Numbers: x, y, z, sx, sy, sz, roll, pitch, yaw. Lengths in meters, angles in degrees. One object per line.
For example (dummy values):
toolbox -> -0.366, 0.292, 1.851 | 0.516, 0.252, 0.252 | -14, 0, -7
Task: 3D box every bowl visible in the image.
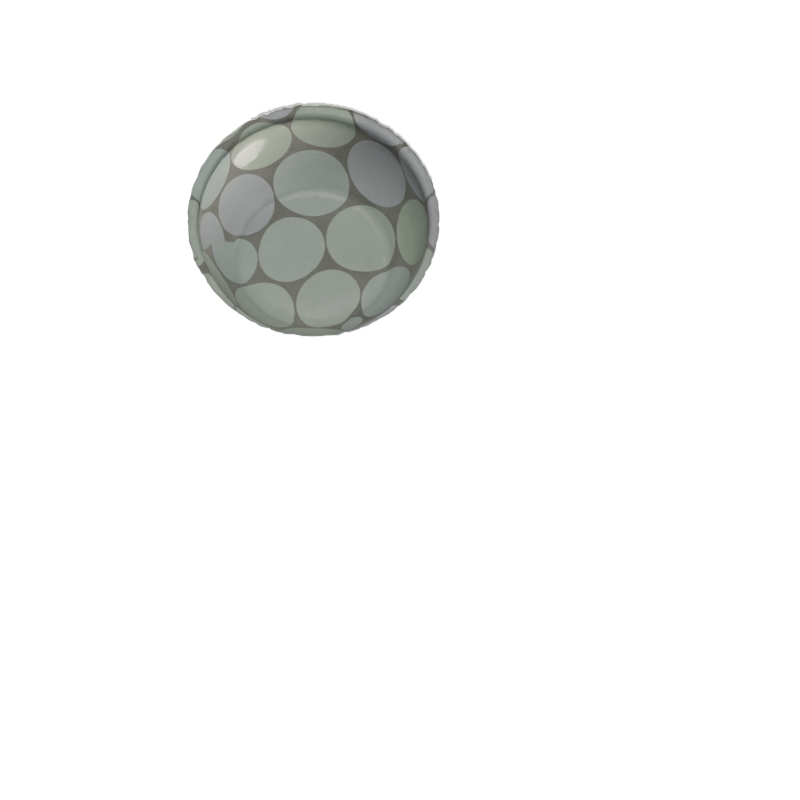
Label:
bowl -> -0.054, -0.098, 0.687 | 0.162, 0.153, 0.058 | 1, 26, -1
